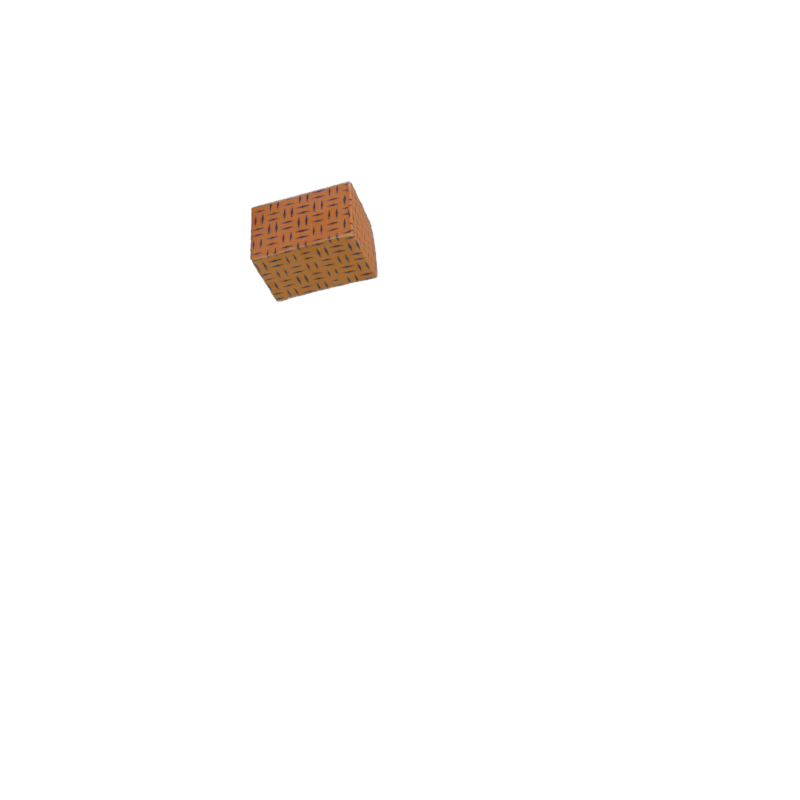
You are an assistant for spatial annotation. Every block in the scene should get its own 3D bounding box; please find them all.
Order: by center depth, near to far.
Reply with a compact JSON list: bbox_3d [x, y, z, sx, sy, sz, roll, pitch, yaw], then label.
[{"bbox_3d":[-0.061,-0.112,0.783,0.079,0.055,0.049,-12,-39,14],"label":"block"}]
